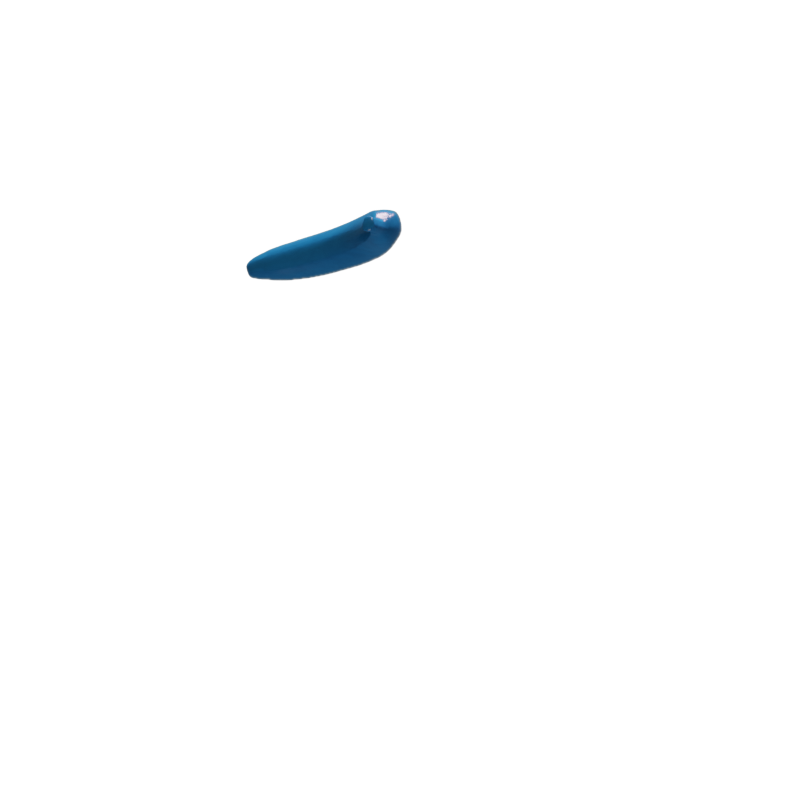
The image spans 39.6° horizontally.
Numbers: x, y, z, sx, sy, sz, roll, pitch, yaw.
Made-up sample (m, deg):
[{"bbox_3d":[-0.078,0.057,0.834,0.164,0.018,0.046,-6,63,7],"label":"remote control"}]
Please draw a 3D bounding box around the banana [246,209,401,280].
[{"bbox_3d":[-0.057,-0.135,0.958,0.066,0.038,0.200,8,-12,-36],"label":"banana"}]
